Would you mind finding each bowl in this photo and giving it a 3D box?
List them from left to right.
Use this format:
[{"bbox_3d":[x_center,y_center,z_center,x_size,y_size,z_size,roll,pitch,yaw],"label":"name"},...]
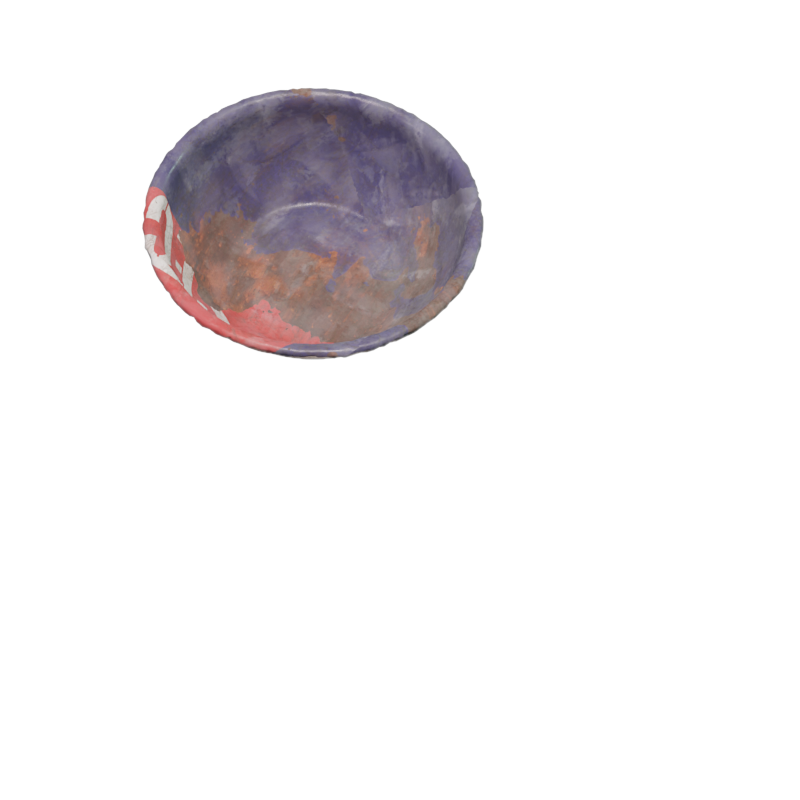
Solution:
[{"bbox_3d":[-0.043,-0.078,0.548,0.162,0.173,0.051,-1,-33,-1],"label":"bowl"}]
